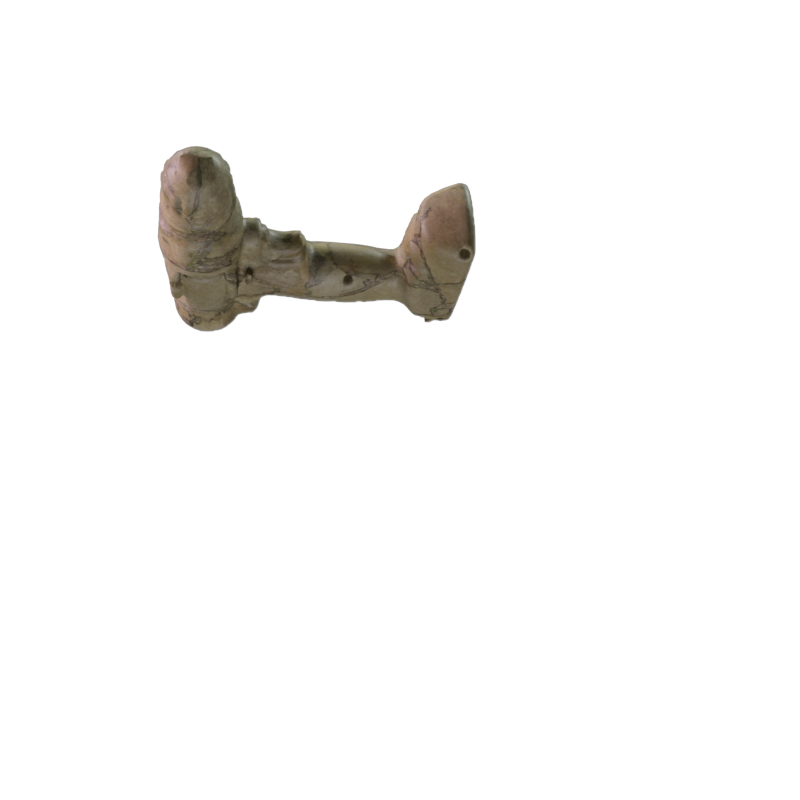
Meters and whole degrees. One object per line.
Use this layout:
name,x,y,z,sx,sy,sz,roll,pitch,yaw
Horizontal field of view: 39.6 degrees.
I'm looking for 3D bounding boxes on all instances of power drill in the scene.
power drill,-0.053,-0.097,0.677,0.187,0.060,0.176,1,-21,-4
